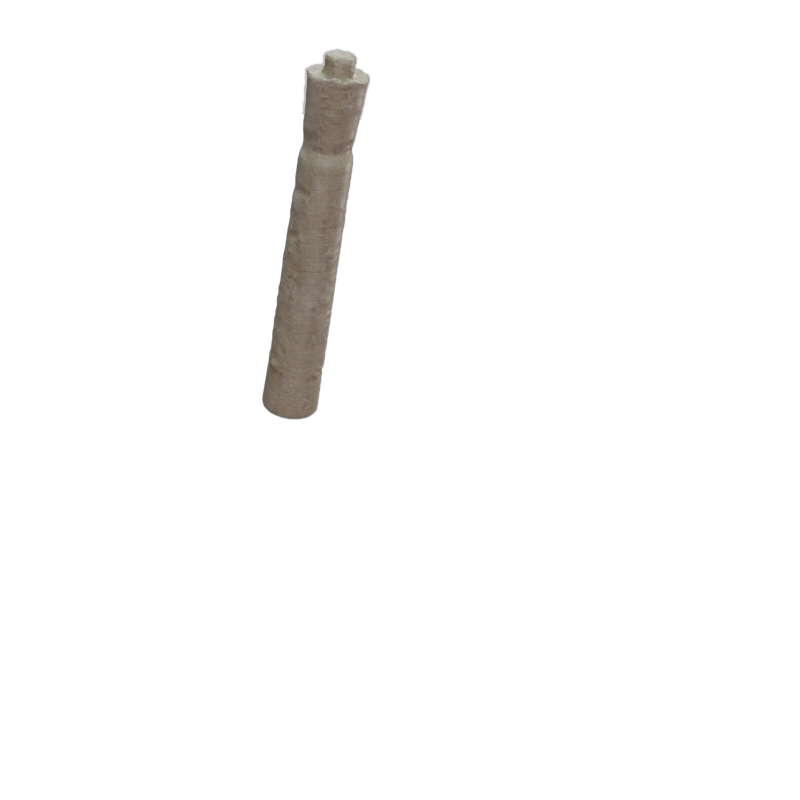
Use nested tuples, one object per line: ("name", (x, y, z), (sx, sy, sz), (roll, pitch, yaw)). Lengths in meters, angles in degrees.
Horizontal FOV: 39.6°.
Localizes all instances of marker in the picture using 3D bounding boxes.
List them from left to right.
("marker", (-0.027, -0.050, 0.348), (0.020, 0.115, 0.021), (8, 25, -6))
